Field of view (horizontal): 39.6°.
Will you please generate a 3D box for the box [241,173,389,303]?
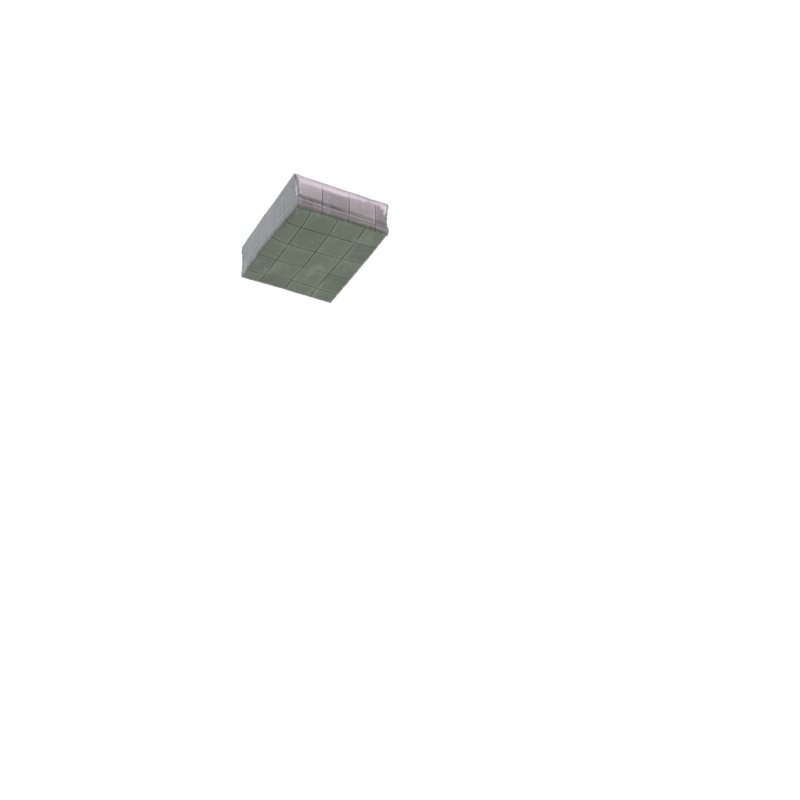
[{"bbox_3d":[-0.075,-0.136,0.950,0.086,0.042,0.111,16,-35,-24],"label":"box"}]
